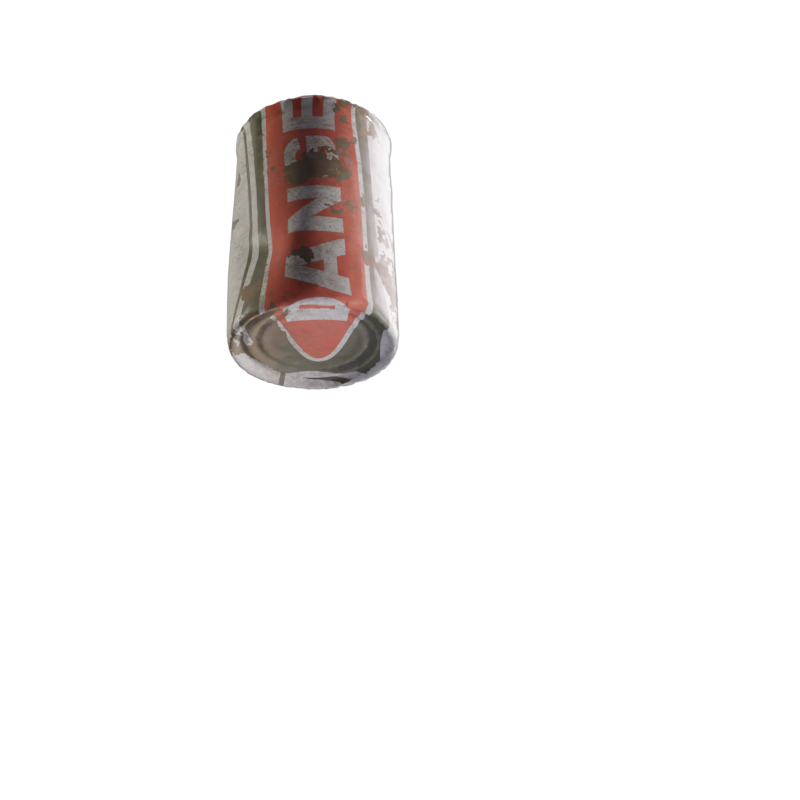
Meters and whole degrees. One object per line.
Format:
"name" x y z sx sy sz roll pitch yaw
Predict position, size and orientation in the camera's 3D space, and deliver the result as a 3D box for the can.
"can" -0.035 -0.065 0.453 0.068 0.109 0.064 -1 -34 -2
